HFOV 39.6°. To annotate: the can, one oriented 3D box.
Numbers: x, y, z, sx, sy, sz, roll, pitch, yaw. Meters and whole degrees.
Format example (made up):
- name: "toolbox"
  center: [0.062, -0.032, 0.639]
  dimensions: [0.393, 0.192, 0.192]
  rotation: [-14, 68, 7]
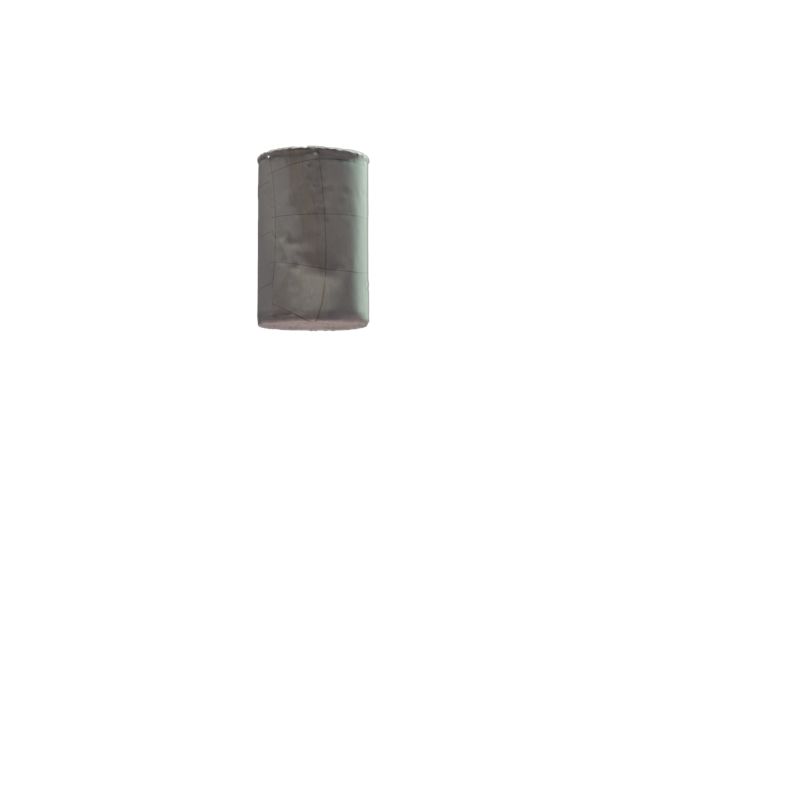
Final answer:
- name: "can"
  center: [-0.052, -0.095, 0.663]
  dimensions: [0.068, 0.104, 0.067]
  rotation: [0, -6, -2]
